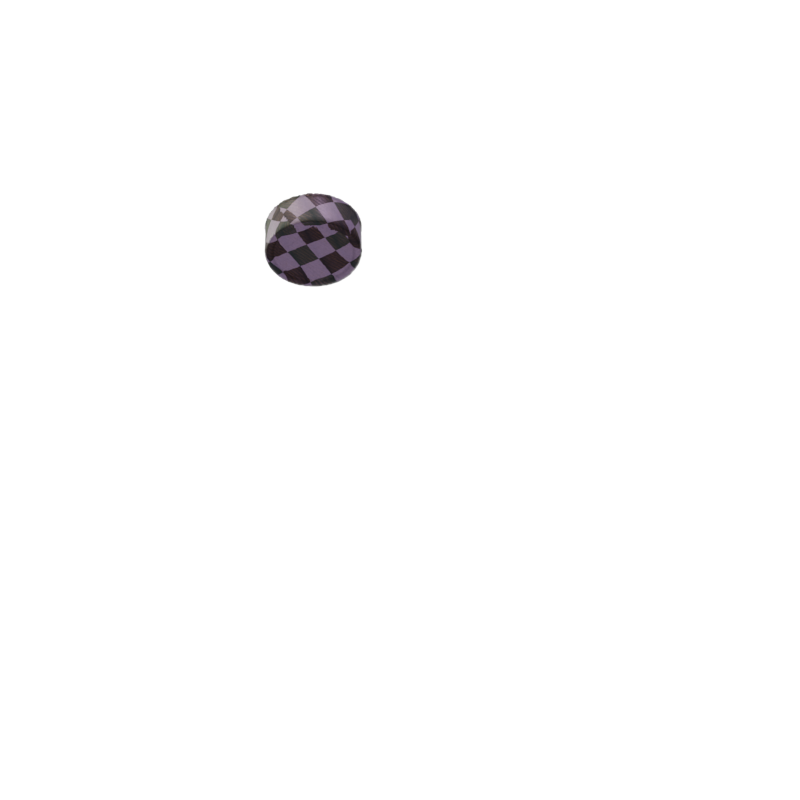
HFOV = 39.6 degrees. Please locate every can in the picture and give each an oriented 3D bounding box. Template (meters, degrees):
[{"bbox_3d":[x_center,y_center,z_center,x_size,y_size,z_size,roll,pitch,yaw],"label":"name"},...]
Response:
[{"bbox_3d":[-0.076,-0.138,0.969,0.086,0.036,0.080,1,-40,-2],"label":"can"}]
